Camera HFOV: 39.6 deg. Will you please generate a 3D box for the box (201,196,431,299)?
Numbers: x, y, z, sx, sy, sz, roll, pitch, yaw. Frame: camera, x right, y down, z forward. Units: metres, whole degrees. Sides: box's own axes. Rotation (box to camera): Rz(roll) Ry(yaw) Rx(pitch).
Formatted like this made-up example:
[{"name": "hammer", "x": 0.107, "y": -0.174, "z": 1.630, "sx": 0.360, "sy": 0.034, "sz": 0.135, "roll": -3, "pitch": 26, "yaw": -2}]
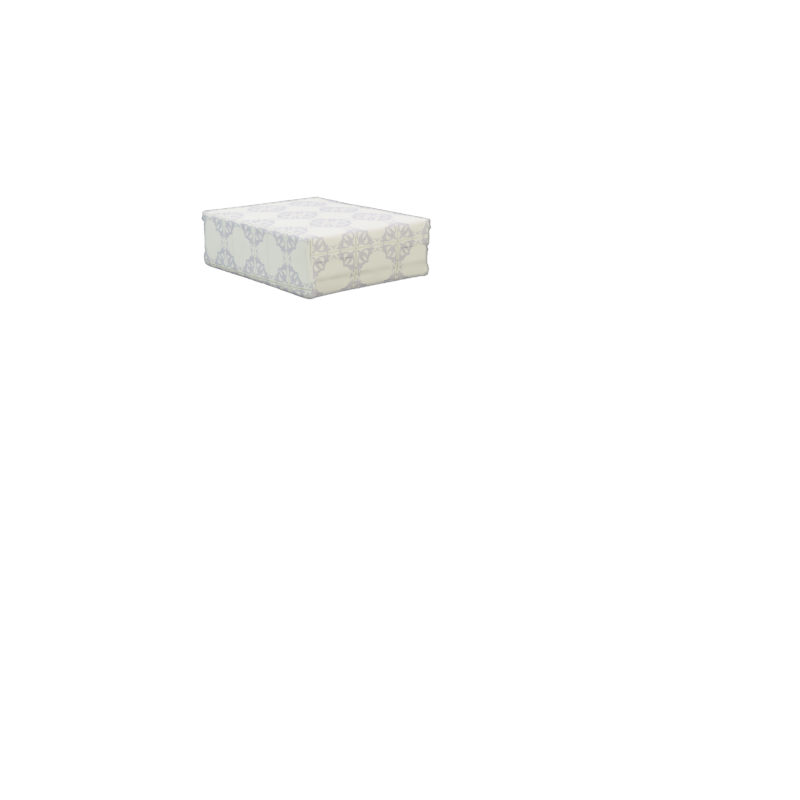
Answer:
[{"name": "box", "x": -0.052, "y": -0.094, "z": 0.661, "sx": 0.088, "sy": 0.037, "sz": 0.120, "roll": -15, "pitch": 25, "yaw": -37}]
